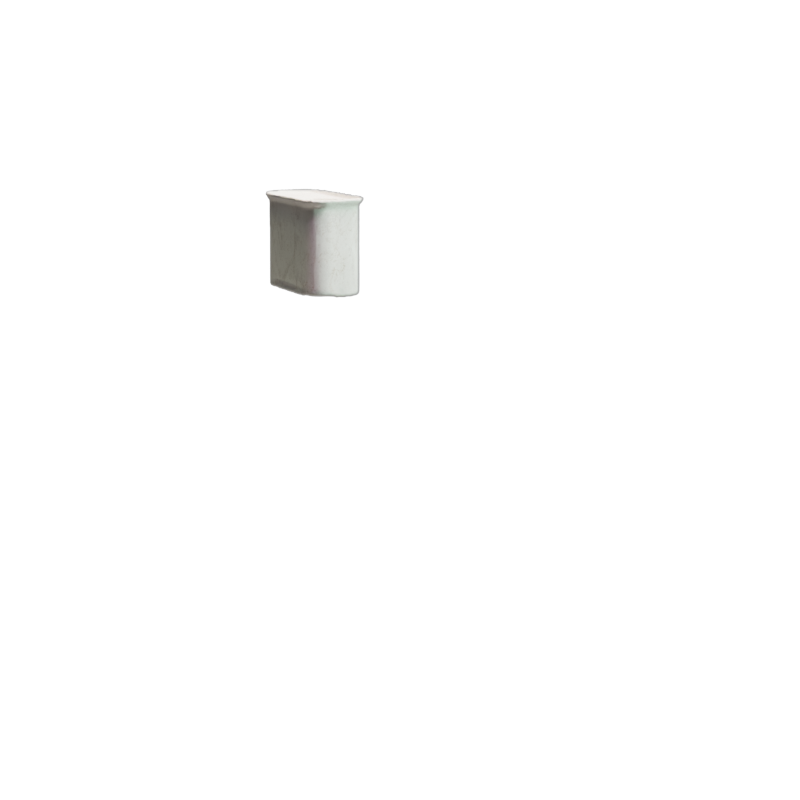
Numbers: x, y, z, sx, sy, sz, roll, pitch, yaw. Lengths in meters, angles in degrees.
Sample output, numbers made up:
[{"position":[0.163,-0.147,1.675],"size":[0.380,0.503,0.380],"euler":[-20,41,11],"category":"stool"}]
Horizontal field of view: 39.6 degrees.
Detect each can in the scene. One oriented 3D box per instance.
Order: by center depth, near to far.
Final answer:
[{"position":[-0.075,-0.138,0.965],"size":[0.056,0.082,0.107],"euler":[-6,14,-30],"category":"can"}]
